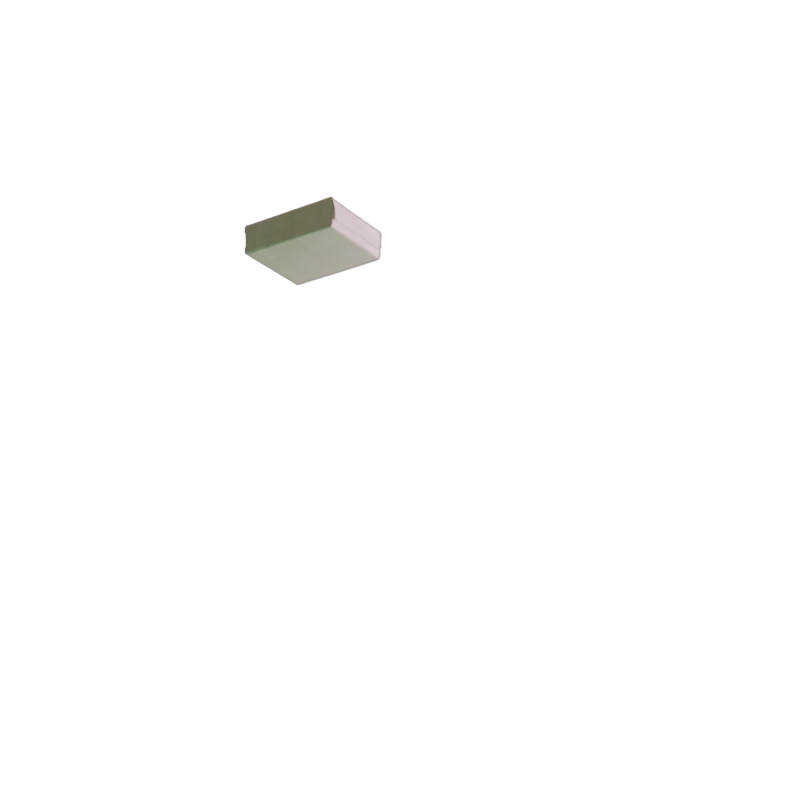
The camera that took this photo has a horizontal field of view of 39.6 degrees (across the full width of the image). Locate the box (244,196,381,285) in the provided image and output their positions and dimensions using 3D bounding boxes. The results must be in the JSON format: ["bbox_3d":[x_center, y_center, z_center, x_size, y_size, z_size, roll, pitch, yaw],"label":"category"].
[{"bbox_3d":[-0.071,-0.130,0.908,0.091,0.032,0.068,-14,-26,31],"label":"box"}]
